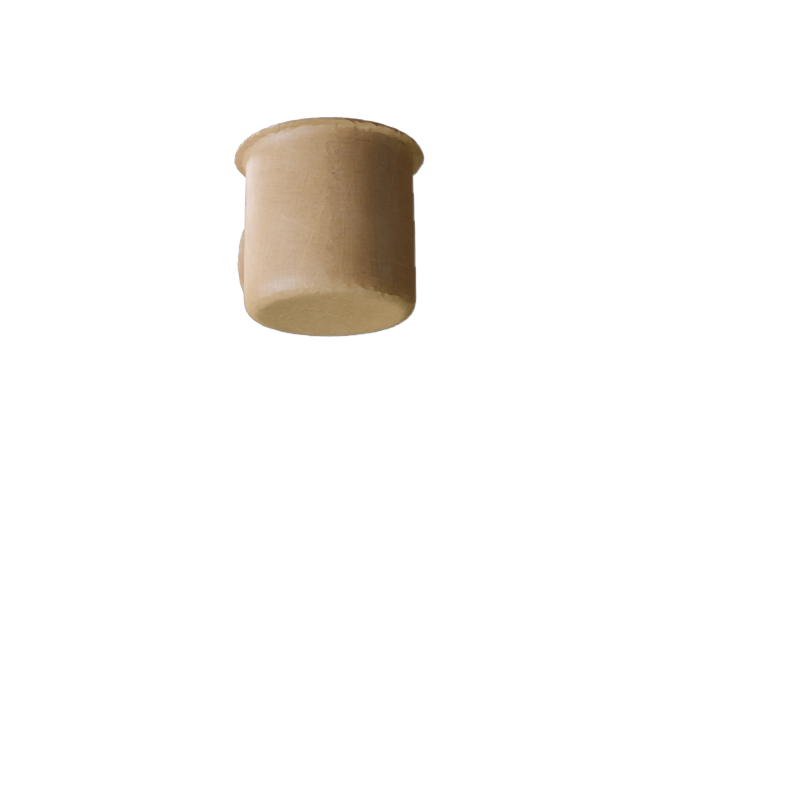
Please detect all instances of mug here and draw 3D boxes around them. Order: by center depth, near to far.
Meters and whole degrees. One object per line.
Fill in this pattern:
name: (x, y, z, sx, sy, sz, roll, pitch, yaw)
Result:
mug: (-0.042, -0.077, 0.541, 0.088, 0.085, 0.119, 14, -21, -42)
